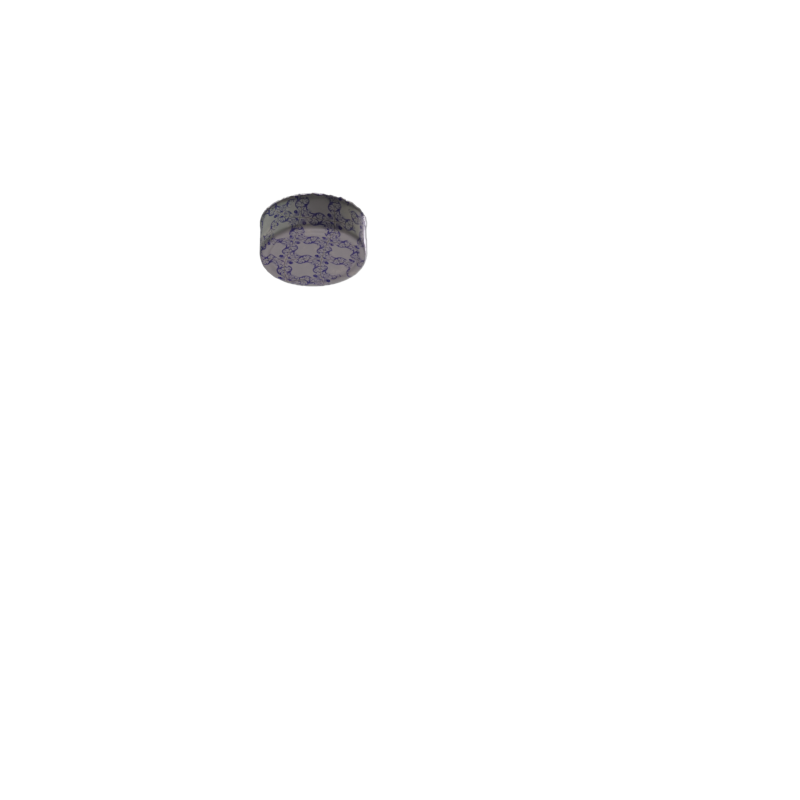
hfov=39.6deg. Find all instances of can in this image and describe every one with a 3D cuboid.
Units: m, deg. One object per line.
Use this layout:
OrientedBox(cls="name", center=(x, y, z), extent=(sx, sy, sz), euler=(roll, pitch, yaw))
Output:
OrientedBox(cls="can", center=(-0.068, -0.125, 0.874), extent=(0.086, 0.036, 0.081), euler=(1, -29, -2))
